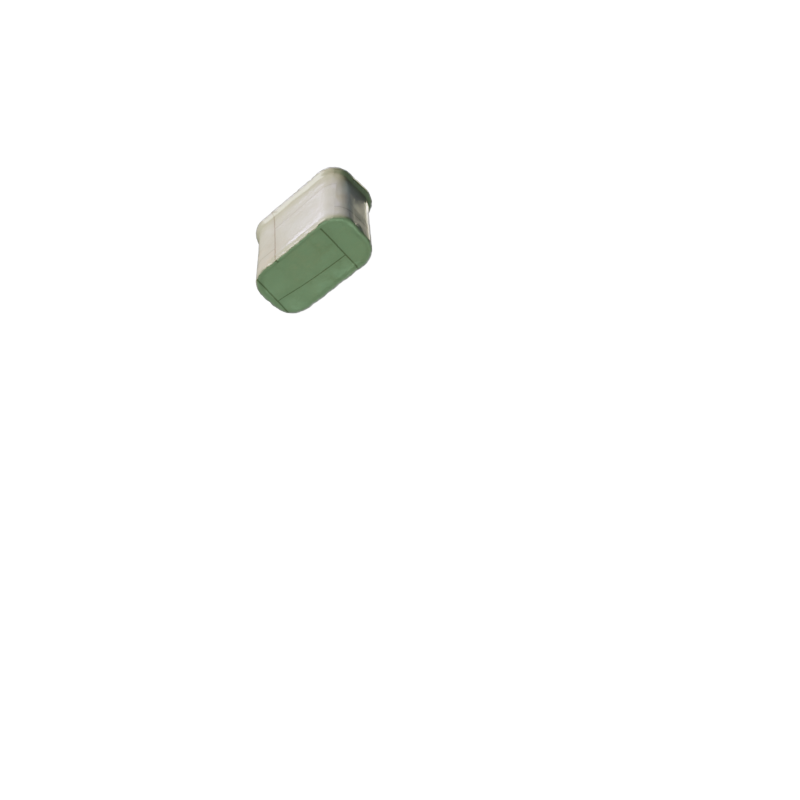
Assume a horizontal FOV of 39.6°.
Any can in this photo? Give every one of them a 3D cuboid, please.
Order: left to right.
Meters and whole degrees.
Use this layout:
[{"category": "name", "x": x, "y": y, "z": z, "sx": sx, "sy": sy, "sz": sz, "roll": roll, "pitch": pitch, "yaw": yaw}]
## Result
[{"category": "can", "x": -0.070, "y": -0.128, "z": 0.896, "sx": 0.101, "sy": 0.054, "sz": 0.089, "roll": -37, "pitch": 28, "yaw": 19}]
